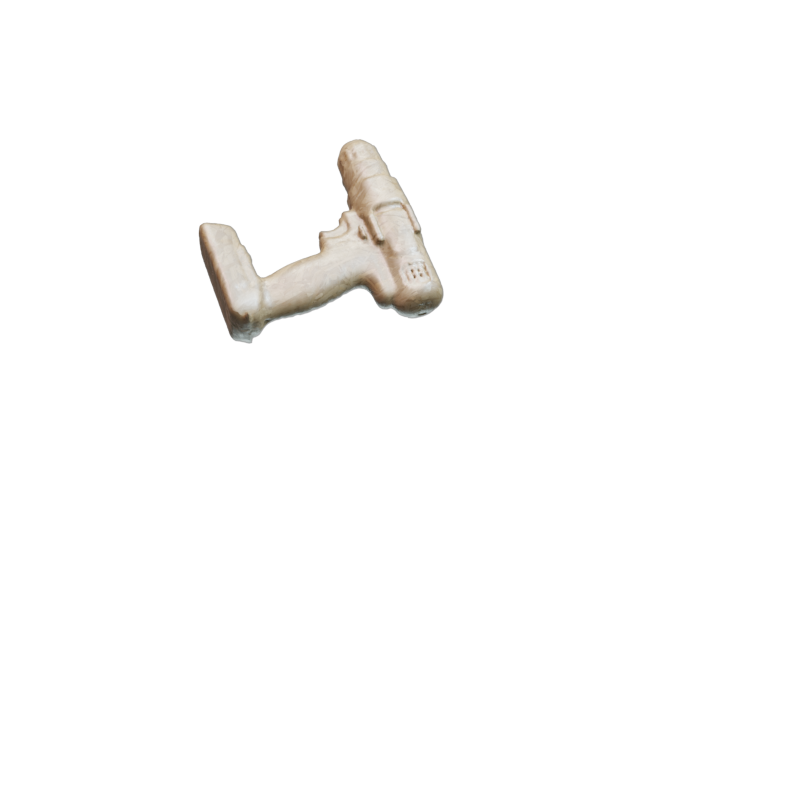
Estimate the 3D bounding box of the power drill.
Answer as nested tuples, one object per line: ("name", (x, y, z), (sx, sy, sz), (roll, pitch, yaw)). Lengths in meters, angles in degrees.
("power drill", (-0.075, -0.137, 0.959), (0.186, 0.198, 0.054), (-17, -30, -11))
